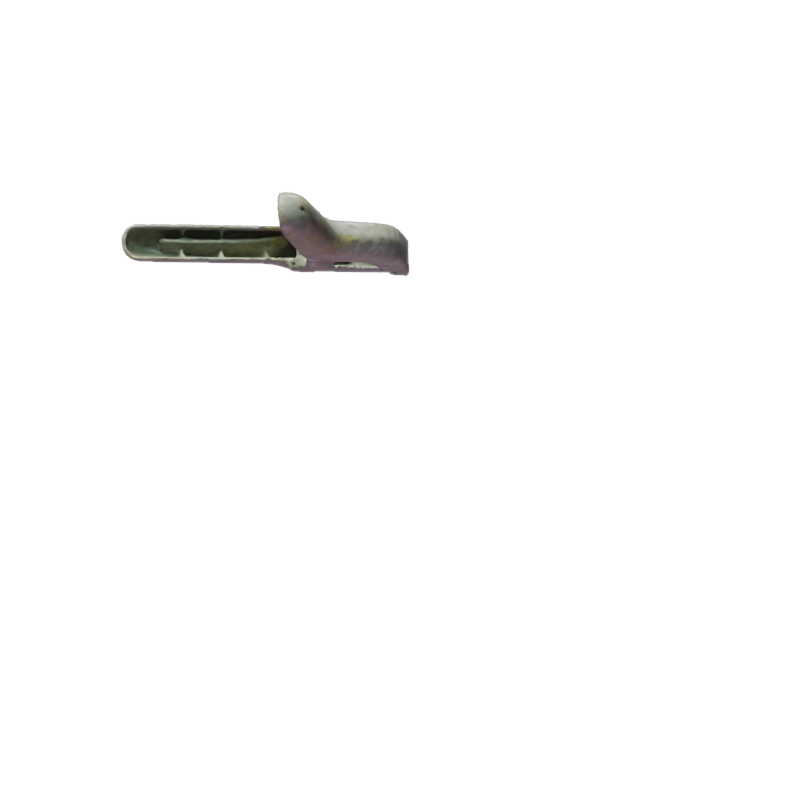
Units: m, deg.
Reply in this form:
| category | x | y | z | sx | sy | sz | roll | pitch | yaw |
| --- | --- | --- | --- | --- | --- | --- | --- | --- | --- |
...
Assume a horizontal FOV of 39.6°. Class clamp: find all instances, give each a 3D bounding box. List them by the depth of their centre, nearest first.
| category | x | y | z | sx | sy | sz | roll | pitch | yaw |
| --- | --- | --- | --- | --- | --- | --- | --- | --- | --- |
| clamp | -0.059 | -0.107 | 0.750 | 0.201 | 0.037 | 0.170 | 0 | -1 | -41 |
